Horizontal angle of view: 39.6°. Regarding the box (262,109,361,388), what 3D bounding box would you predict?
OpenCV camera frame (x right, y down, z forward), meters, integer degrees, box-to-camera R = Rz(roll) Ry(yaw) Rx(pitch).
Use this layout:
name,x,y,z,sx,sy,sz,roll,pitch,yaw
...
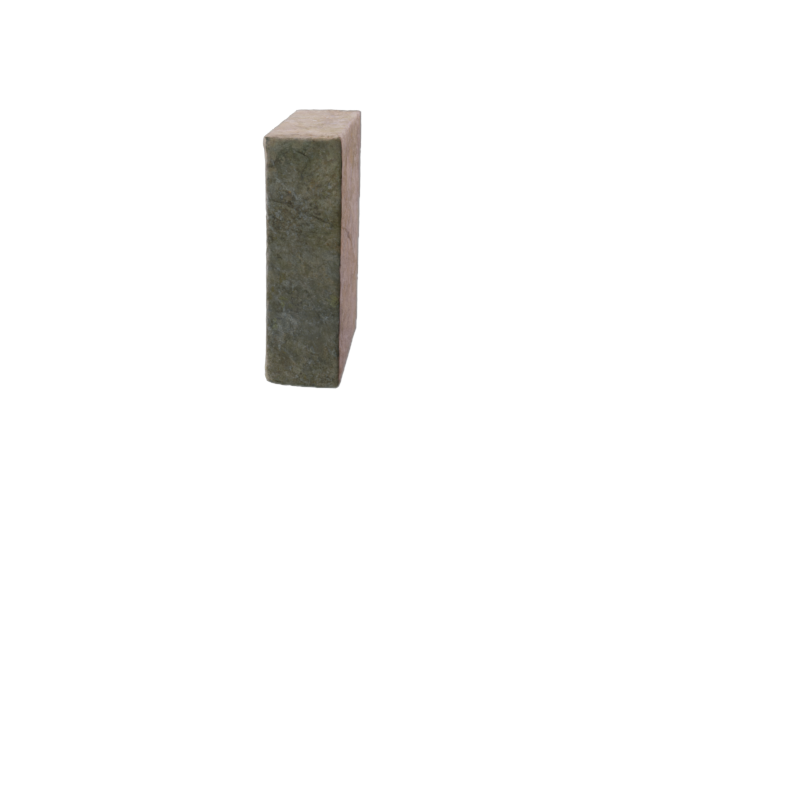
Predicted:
name,x,y,z,sx,sy,sz,roll,pitch,yaw
box,-0.076,-0.139,0.973,0.072,0.206,0.169,2,17,3
